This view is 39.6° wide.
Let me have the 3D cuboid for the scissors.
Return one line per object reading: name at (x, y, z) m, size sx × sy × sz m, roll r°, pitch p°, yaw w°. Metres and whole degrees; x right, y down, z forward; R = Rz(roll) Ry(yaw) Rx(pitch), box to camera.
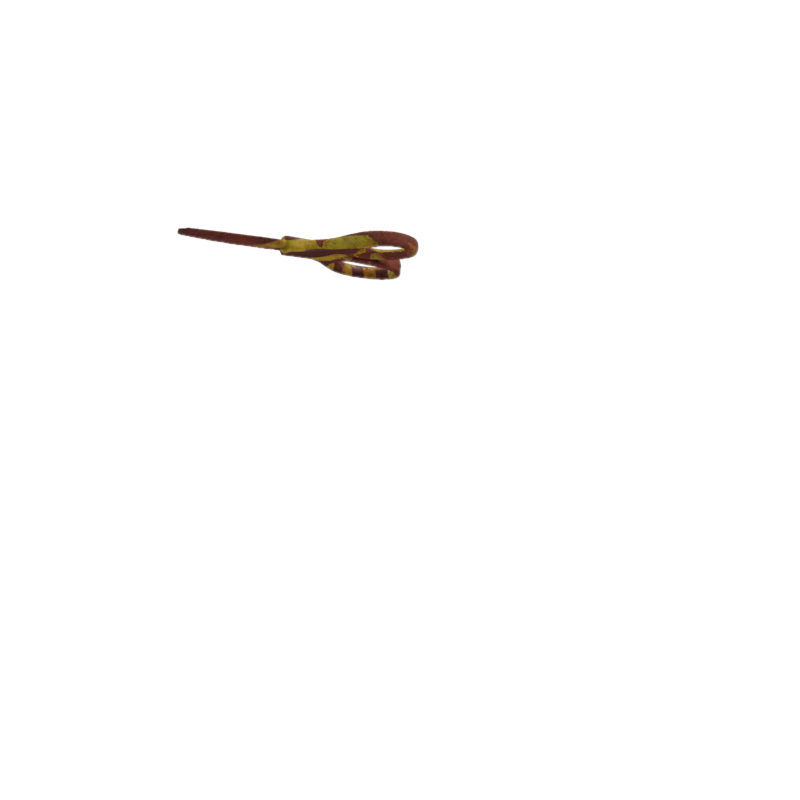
scissors at (-0.071, -0.129, 0.905) m, size 0.192 × 0.016 × 0.097 m, roll 10°, pitch -18°, yaw -36°
